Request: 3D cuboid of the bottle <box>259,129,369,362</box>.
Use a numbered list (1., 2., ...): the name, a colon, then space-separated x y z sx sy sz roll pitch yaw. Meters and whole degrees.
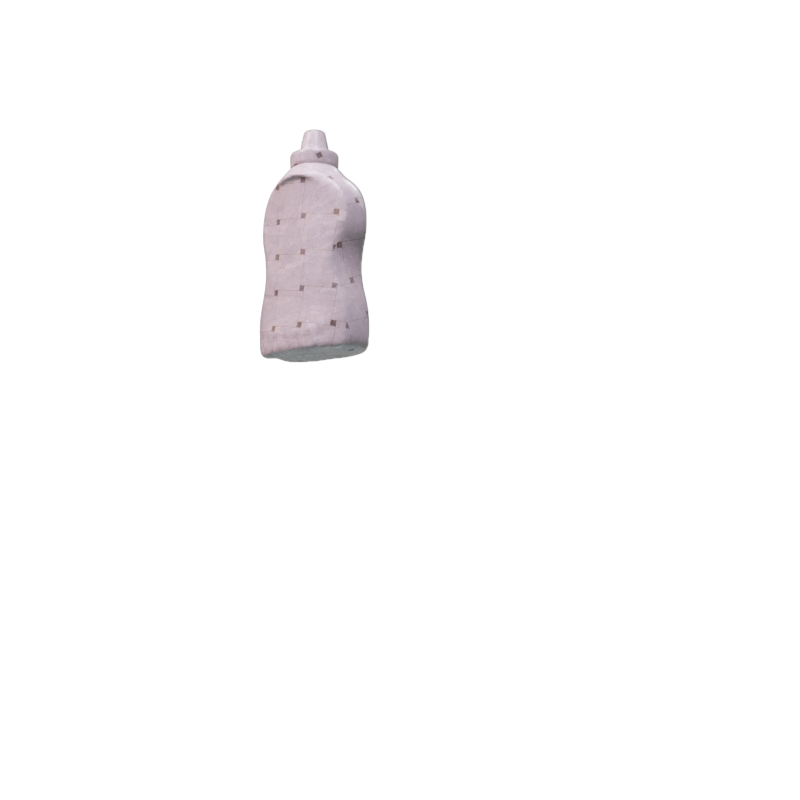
1. bottle: -0.072 -0.131 0.918 0.098 0.198 0.055 -11 -17 40
